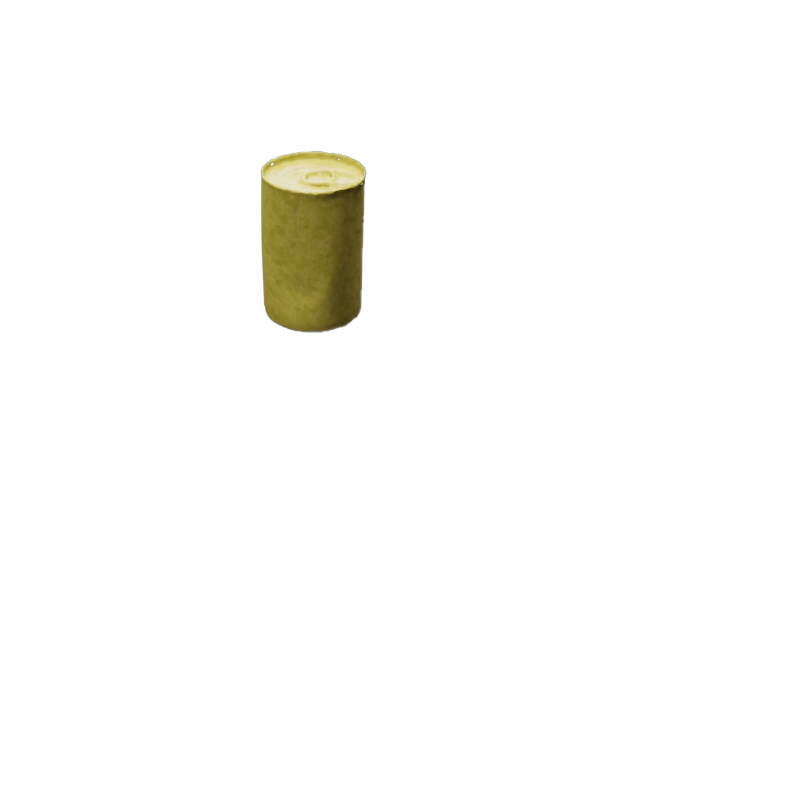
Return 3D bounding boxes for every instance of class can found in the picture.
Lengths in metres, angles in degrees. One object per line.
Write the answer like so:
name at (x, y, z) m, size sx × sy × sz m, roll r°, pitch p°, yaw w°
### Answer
can at (-0.057, -0.104, 0.730) m, size 0.068 × 0.096 × 0.073 m, roll 0°, pitch 29°, yaw -2°
